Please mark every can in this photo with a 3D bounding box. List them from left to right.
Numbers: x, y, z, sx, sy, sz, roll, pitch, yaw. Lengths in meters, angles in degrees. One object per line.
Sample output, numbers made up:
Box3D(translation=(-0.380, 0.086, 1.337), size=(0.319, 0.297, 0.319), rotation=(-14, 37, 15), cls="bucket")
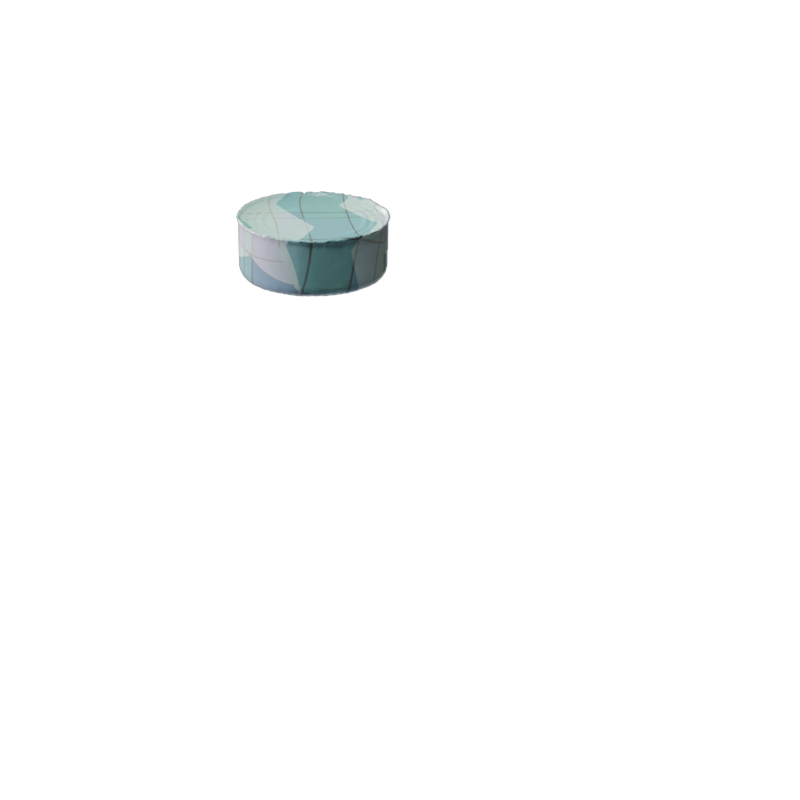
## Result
Box3D(translation=(-0.049, -0.089, 0.625), size=(0.086, 0.032, 0.091), rotation=(-1, 26, -2), cls="can")
